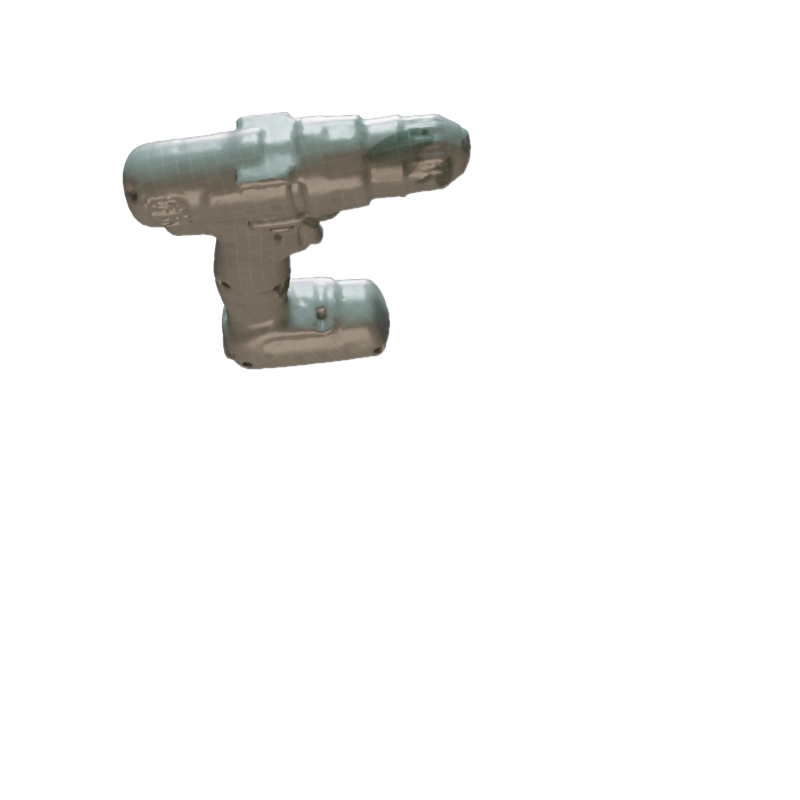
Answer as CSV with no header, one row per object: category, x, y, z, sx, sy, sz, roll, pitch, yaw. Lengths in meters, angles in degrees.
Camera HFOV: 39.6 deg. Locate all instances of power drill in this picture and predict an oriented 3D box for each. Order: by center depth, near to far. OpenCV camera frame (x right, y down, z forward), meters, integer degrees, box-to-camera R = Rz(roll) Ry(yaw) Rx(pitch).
power drill,-0.050,-0.092,0.642,0.185,0.061,0.174,-3,-33,5
